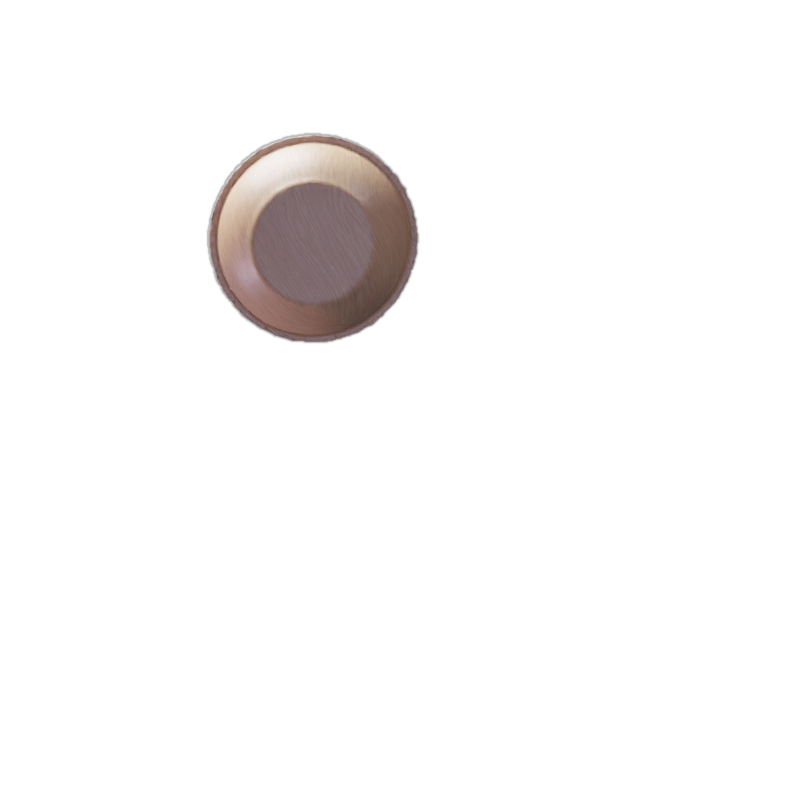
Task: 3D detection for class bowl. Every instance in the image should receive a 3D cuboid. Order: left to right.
[{"bbox_3d":[-0.065,-0.119,0.831,0.162,0.160,0.056,0,5,0],"label":"bowl"}]
